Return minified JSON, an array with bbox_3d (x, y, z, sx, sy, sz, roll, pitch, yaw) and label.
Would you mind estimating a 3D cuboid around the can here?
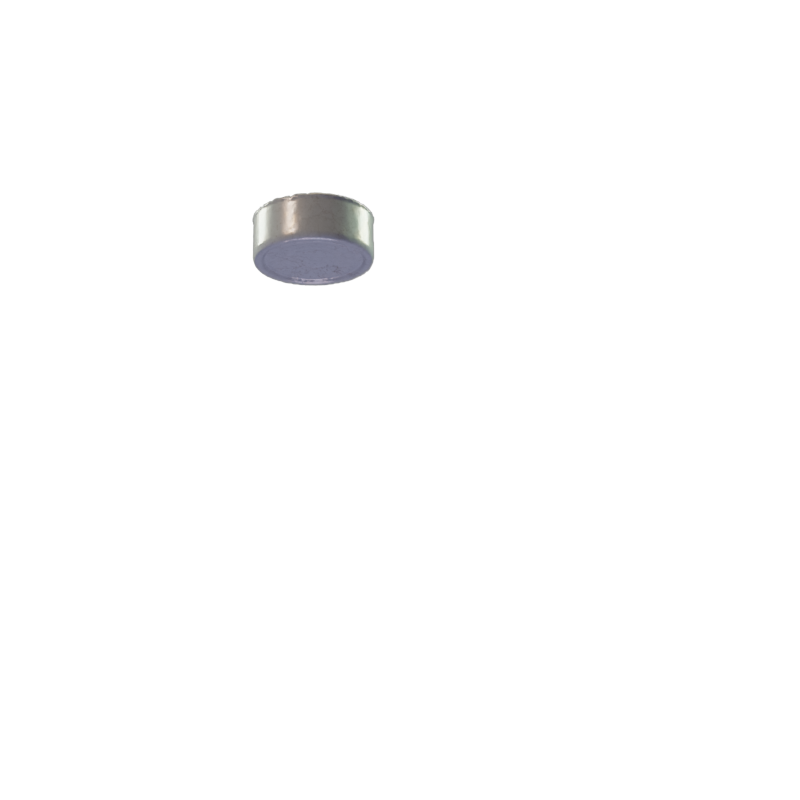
[{"bbox_3d":[-0.061,-0.110,0.774,0.086,0.035,0.082,0,-19,-2],"label":"can"}]
